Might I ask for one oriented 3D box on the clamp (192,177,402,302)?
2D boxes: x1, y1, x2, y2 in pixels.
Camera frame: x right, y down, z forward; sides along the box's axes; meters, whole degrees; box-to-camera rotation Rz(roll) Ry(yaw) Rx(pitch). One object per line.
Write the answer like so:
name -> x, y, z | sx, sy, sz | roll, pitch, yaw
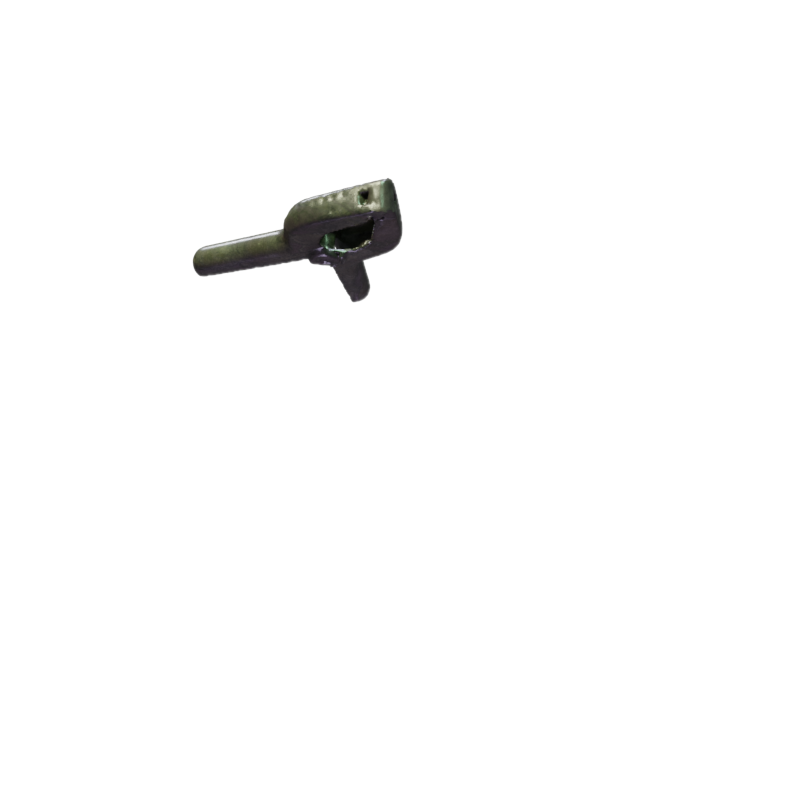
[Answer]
clamp -> -0.070, -0.128, 0.896 | 0.160, 0.038, 0.207 | 5, -15, -20
